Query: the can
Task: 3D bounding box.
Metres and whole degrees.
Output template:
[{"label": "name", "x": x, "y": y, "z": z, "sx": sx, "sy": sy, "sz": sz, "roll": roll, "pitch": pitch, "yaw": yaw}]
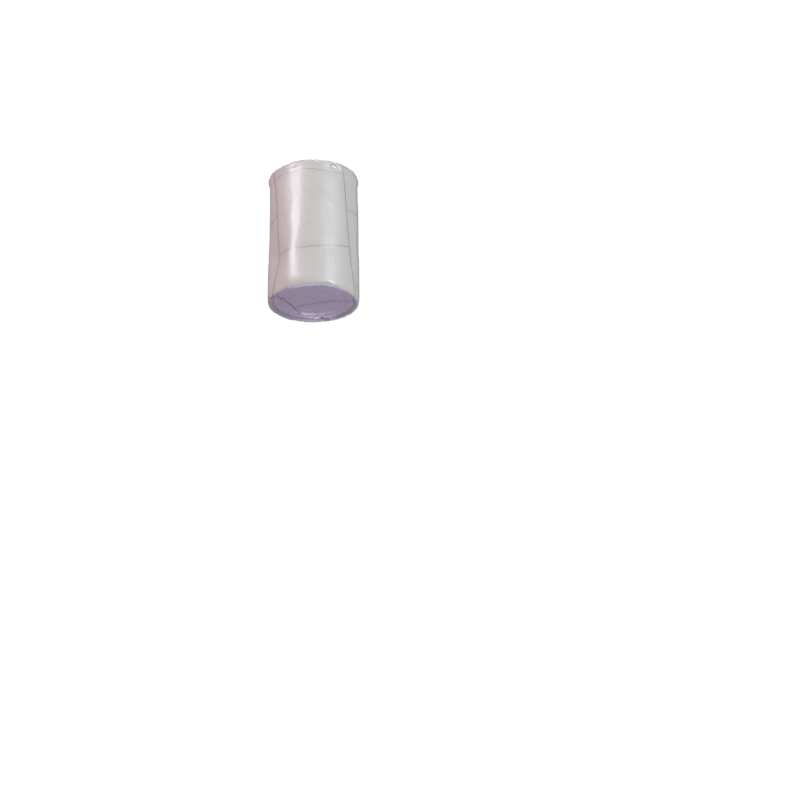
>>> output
[{"label": "can", "x": -0.064, "y": -0.117, "z": 0.817, "sx": 0.068, "sy": 0.108, "sz": 0.065, "roll": 0, "pitch": -25, "yaw": -2}]
